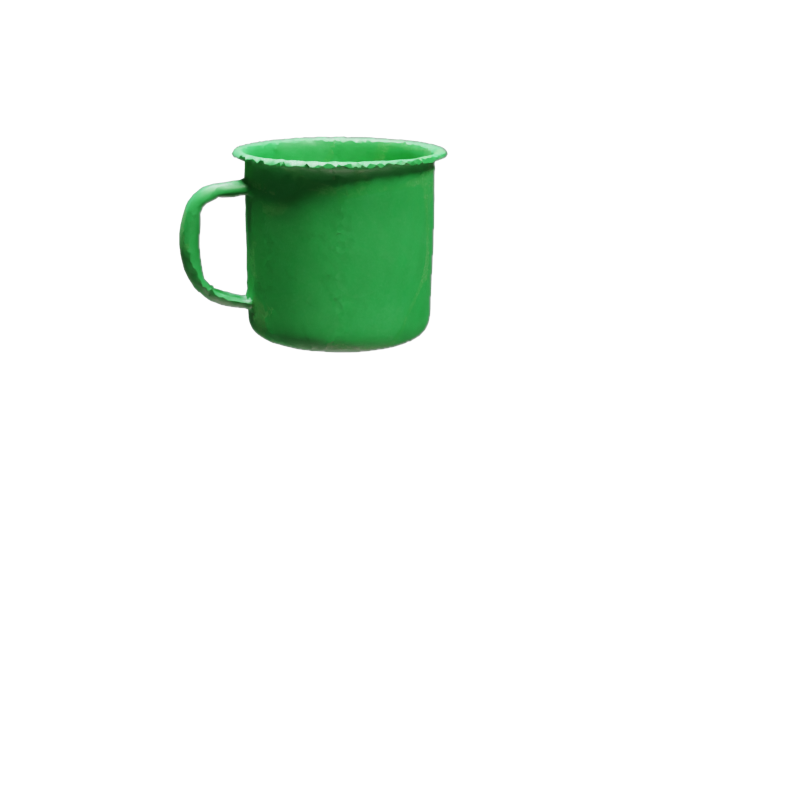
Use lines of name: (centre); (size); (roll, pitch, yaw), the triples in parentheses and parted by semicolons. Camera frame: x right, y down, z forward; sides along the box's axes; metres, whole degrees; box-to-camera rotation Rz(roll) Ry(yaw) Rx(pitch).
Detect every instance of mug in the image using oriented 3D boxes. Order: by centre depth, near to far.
mug: (-0.038, -0.069, 0.485); (0.115, 0.079, 0.098); (-6, 18, -19)
